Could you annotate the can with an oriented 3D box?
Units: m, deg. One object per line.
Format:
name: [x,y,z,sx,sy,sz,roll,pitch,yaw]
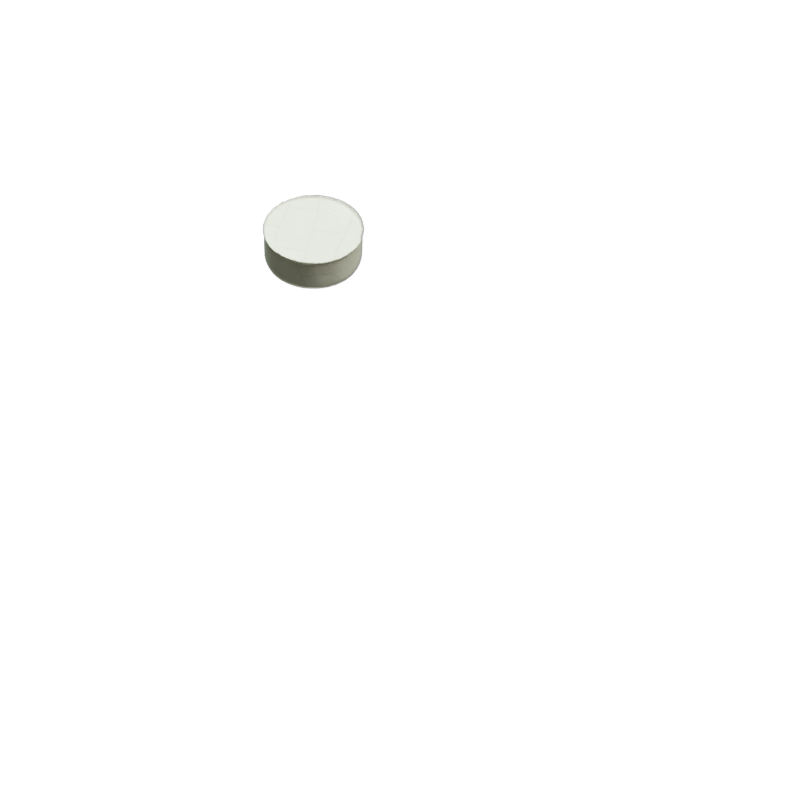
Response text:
can: [-0.074,-0.136,0.949,0.086,0.092,0.031,-1,-43,-1]
